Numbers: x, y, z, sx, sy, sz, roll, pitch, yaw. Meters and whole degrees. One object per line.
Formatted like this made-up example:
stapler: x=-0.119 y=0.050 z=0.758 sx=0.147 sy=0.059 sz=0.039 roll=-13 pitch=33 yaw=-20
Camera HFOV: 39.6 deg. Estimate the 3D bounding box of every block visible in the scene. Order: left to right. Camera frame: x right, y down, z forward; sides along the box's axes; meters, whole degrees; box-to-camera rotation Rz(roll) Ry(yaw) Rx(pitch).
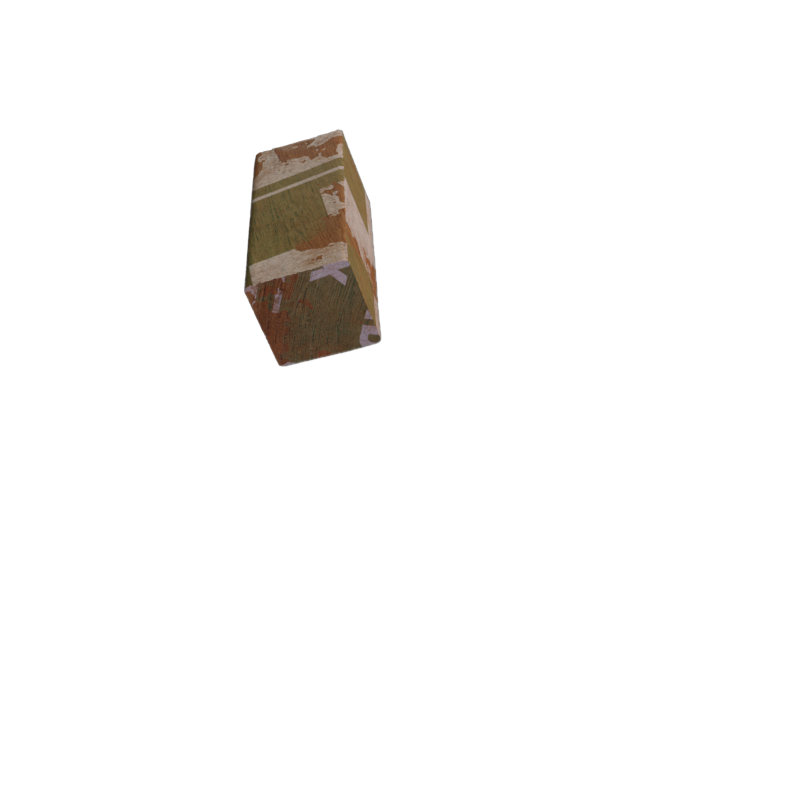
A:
block: x=-0.076 y=-0.137 z=0.965 sx=0.091 sy=0.084 sz=0.221 roll=-15 pitch=39 yaw=9
